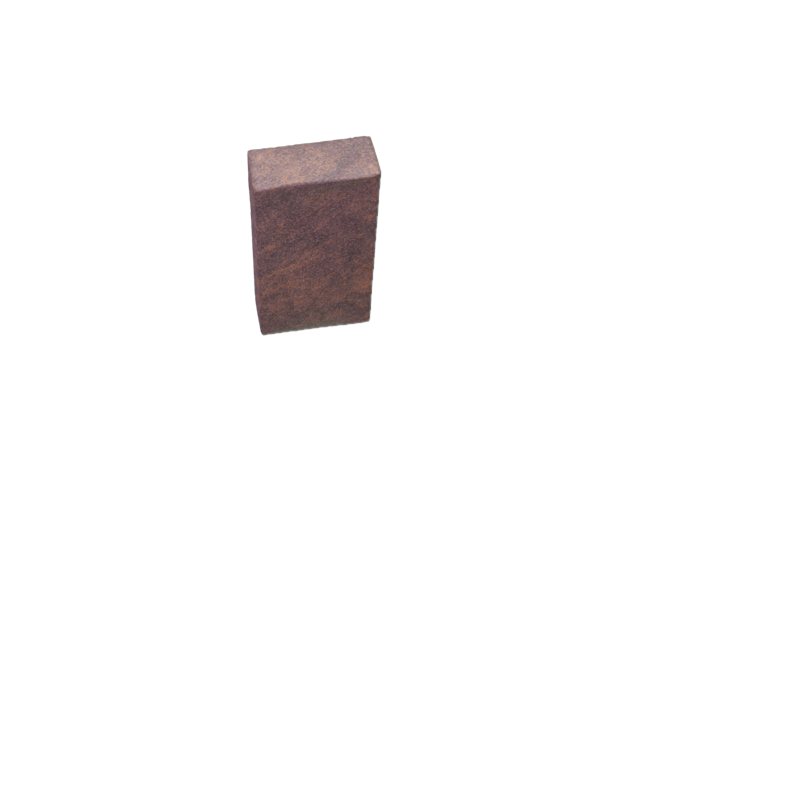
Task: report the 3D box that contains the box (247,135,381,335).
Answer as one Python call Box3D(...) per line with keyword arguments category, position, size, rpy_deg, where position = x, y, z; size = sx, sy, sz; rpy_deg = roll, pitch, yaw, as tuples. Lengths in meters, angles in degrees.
Box3D(category="box", position=(-0.066, -0.120, 0.845), size=(0.093, 0.052, 0.165), rpy_deg=(-8, -32, -8))
